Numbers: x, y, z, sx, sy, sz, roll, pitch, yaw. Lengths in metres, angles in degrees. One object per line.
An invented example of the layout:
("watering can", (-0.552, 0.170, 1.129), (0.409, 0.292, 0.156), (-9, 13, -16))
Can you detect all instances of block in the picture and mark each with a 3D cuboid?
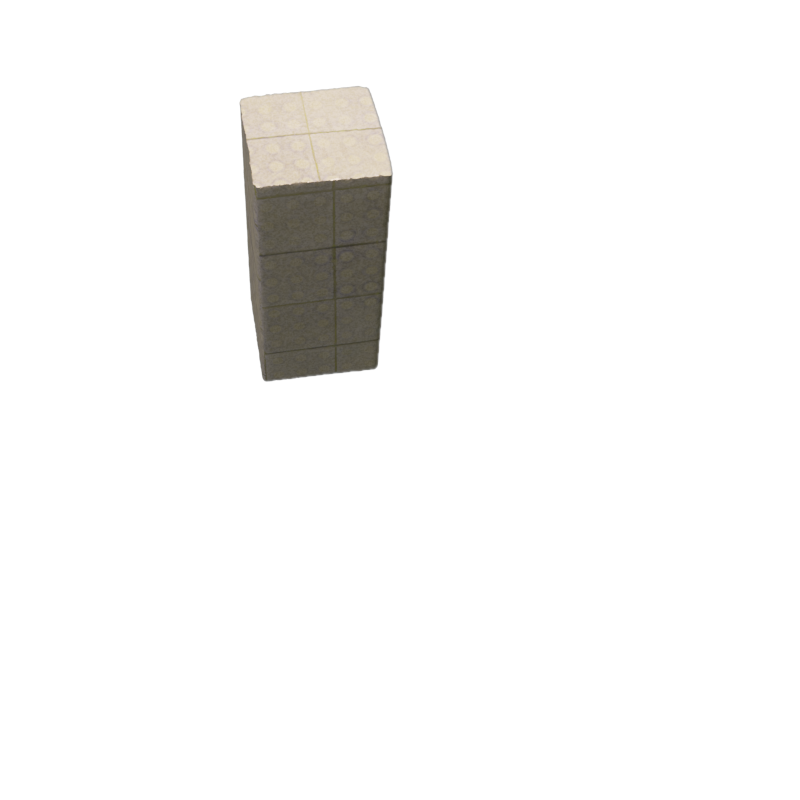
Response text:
("block", (-0.062, -0.114, 0.792), (0.090, 0.097, 0.192), (-6, -37, -9))
